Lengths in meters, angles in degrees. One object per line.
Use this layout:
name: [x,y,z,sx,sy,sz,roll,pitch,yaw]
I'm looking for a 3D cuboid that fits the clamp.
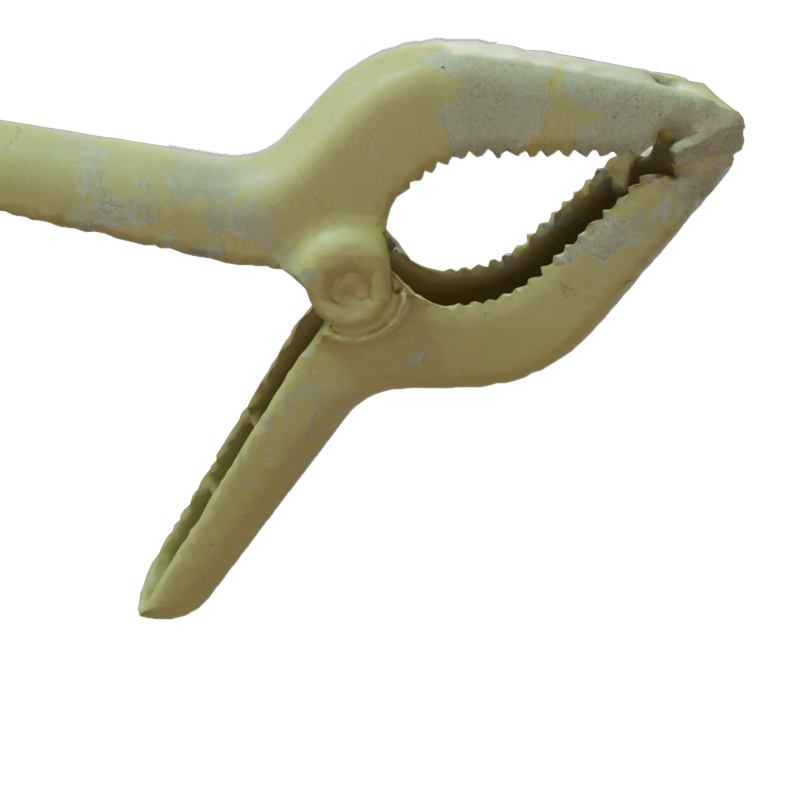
clamp: [-0.022,-0.041,0.285,0.210,0.156,0.038,-27,23,12]
